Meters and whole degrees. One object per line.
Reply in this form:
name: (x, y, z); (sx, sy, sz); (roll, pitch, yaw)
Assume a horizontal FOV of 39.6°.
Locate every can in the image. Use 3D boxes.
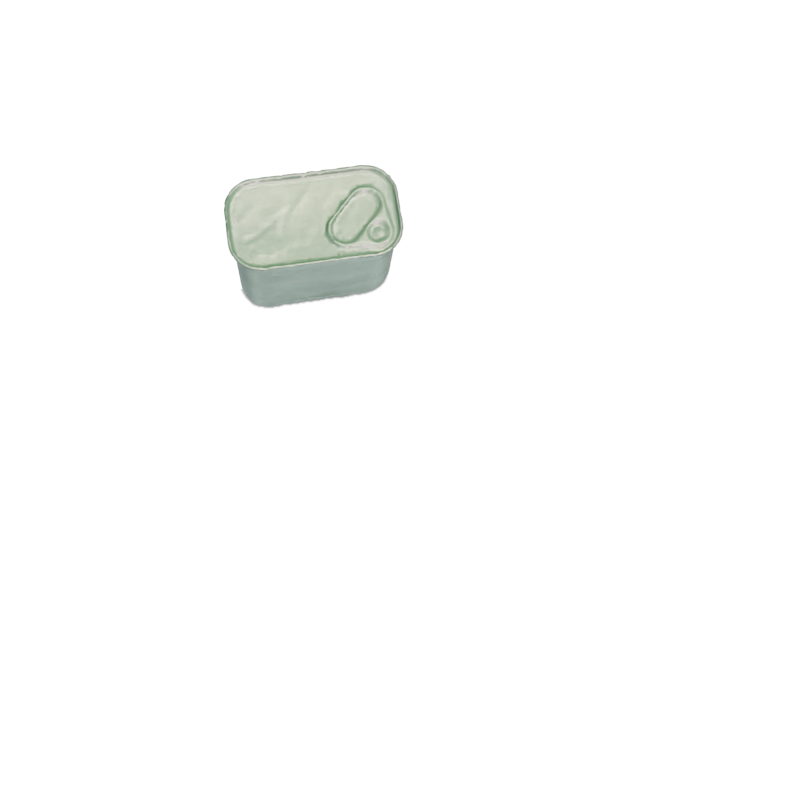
can: (-0.053, -0.097, 0.679); (0.101, 0.060, 0.080); (-8, -15, -4)
